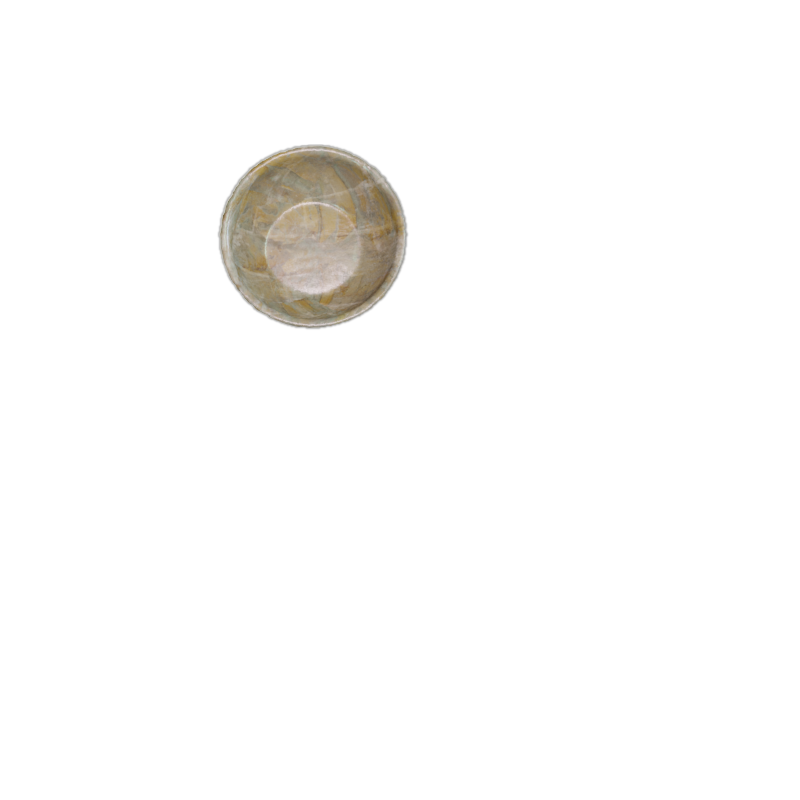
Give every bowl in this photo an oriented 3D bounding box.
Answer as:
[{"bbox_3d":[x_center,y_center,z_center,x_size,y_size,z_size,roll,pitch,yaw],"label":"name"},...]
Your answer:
[{"bbox_3d":[-0.077,-0.140,0.980,0.162,0.167,0.053,0,-12,-1],"label":"bowl"}]
